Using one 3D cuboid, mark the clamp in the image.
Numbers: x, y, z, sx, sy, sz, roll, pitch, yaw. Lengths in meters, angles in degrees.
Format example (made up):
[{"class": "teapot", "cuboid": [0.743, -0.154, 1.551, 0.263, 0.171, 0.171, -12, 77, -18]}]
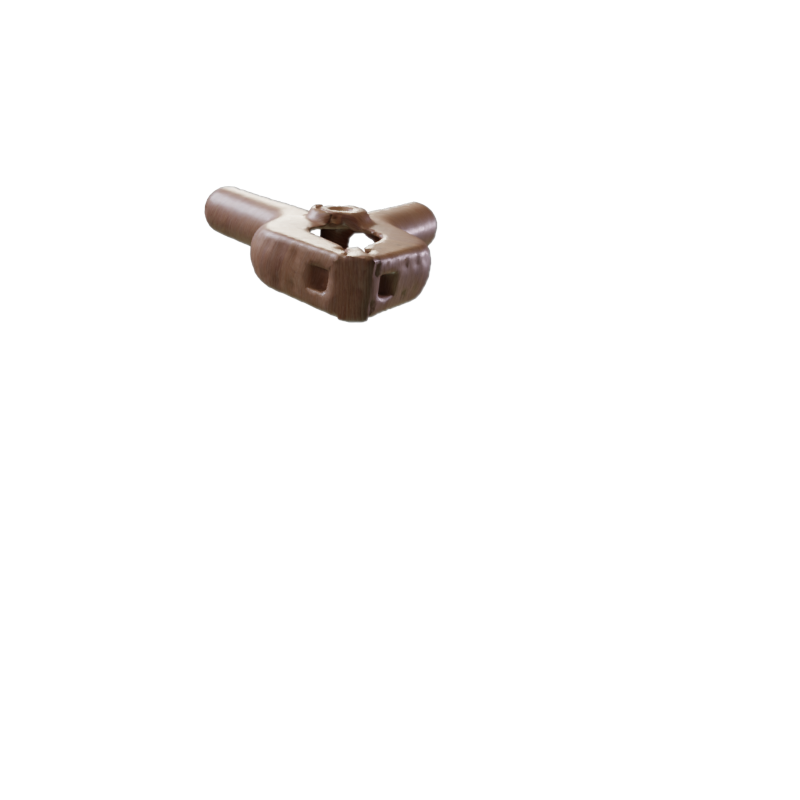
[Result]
[{"class": "clamp", "cuboid": [-0.040, -0.073, 0.514, 0.120, 0.038, 0.176, 0, 16, 1]}]
